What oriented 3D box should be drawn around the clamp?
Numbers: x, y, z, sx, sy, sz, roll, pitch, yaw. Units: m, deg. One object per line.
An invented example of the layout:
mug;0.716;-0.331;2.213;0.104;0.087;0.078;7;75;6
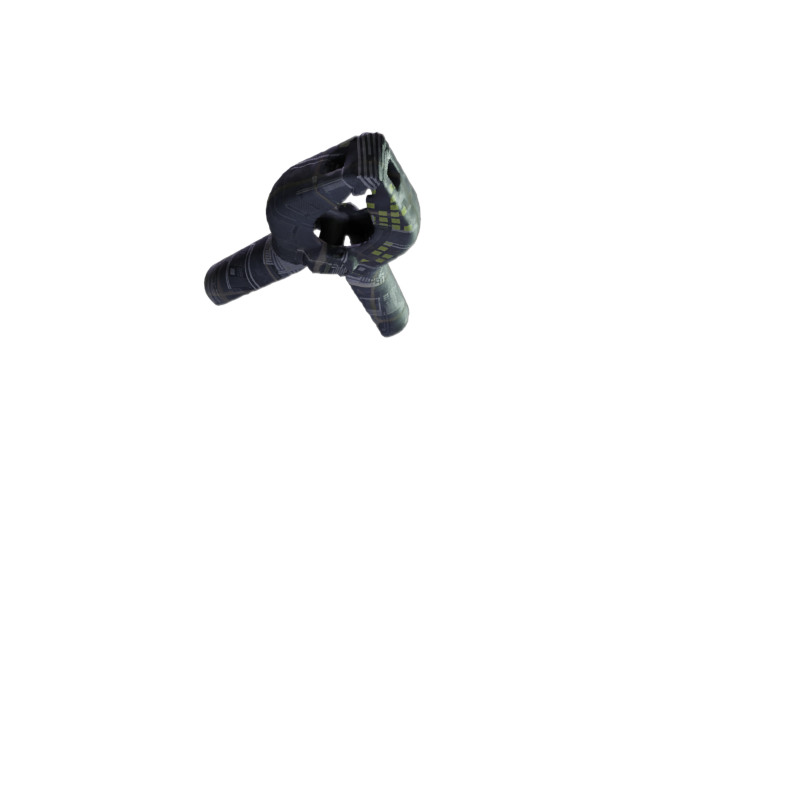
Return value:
clamp;-0.046;-0.084;0.591;0.119;0.042;0.162;2;-28;-5
